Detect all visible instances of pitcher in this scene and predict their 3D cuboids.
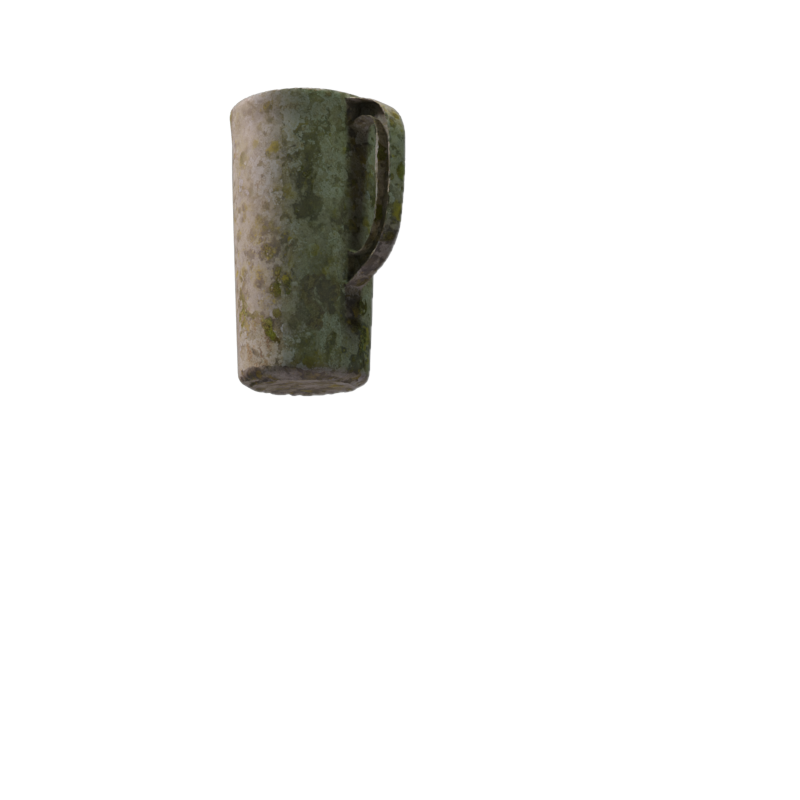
[{"bbox_3d":[-0.072,-0.132,0.925,0.144,0.252,0.145,0,-14,-3],"label":"pitcher"}]
